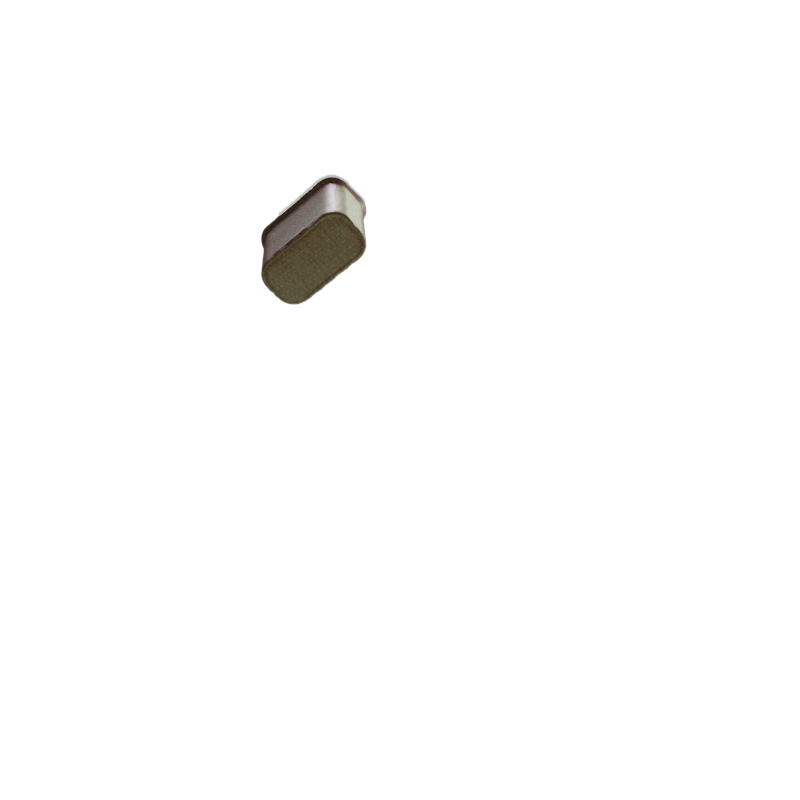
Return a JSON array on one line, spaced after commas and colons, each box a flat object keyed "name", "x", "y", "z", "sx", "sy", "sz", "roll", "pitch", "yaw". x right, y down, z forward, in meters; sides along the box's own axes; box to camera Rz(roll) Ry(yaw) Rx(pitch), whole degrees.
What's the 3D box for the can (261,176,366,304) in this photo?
[{"name": "can", "x": -0.078, "y": -0.142, "z": 0.993, "sx": 0.101, "sy": 0.055, "sz": 0.089, "roll": -38, "pitch": 23, "yaw": 16}]
